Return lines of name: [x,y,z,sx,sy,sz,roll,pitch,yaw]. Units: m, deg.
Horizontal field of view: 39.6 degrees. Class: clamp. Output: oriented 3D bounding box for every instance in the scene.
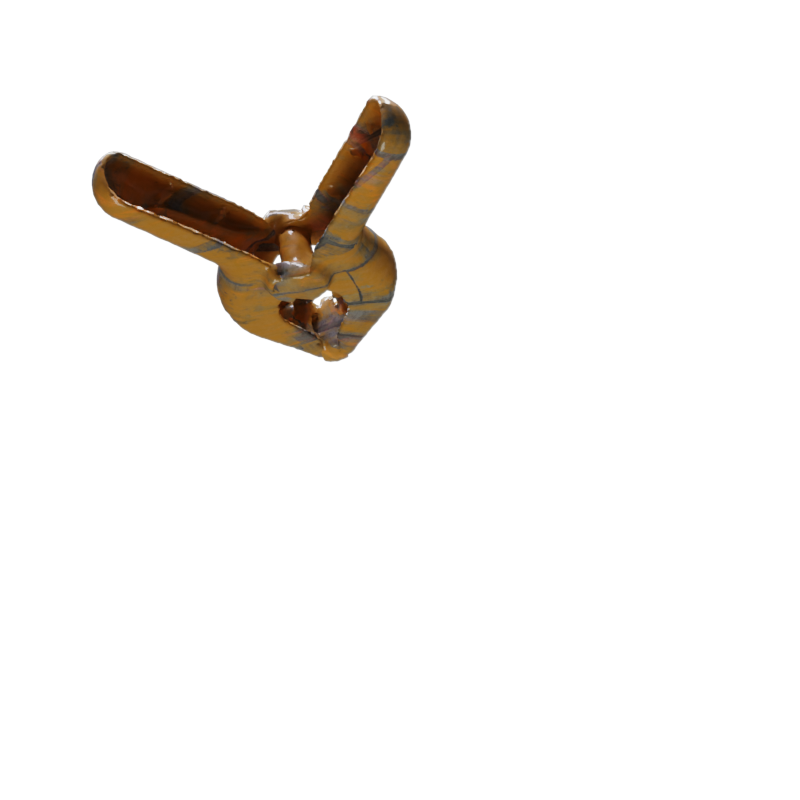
clamp: [-0.036,-0.066,0.463,0.122,0.041,0.160,-8,-23,18]
